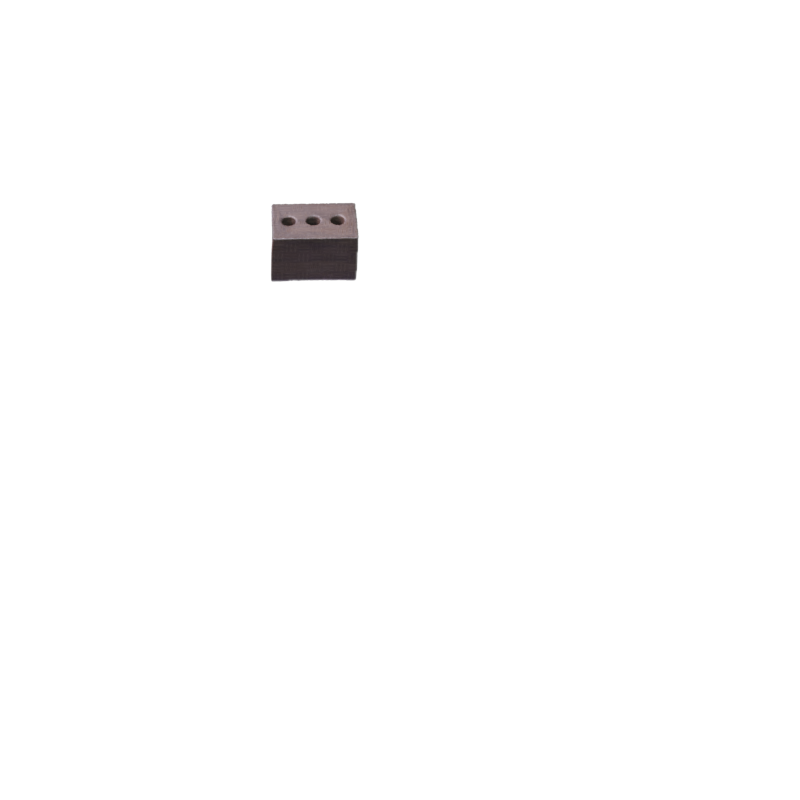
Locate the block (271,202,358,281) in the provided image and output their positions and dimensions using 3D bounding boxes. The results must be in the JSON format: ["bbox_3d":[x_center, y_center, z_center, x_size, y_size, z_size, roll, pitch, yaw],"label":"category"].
[{"bbox_3d":[-0.078,-0.143,1.000,0.078,0.048,0.057,-2,44,-3],"label":"block"}]
